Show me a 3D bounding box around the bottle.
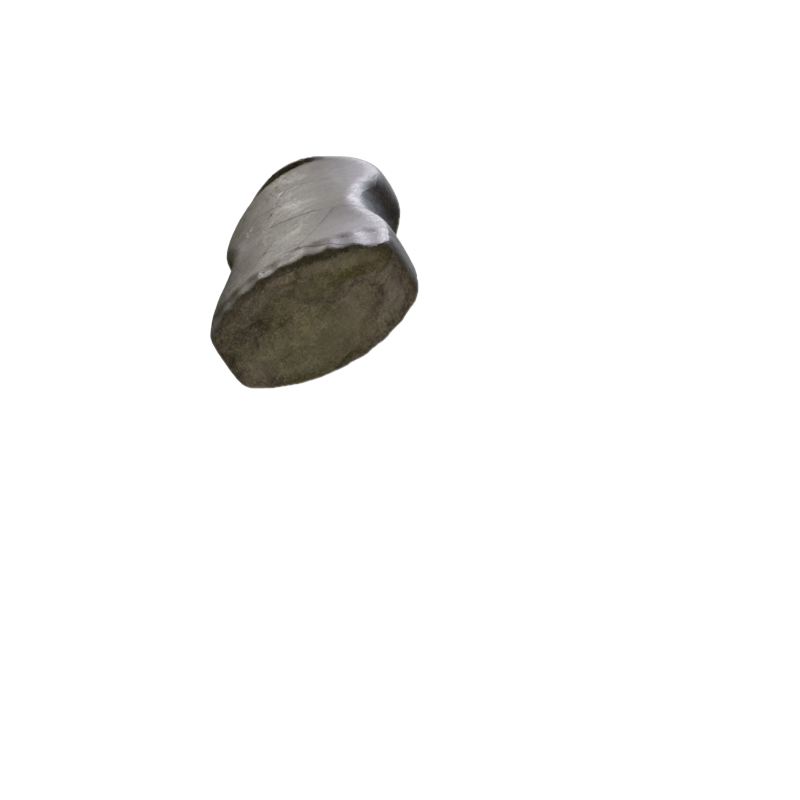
[{"bbox_3d":[-0.046,-0.083,0.579,0.096,0.055,0.203,-29,26,11],"label":"bottle"}]
